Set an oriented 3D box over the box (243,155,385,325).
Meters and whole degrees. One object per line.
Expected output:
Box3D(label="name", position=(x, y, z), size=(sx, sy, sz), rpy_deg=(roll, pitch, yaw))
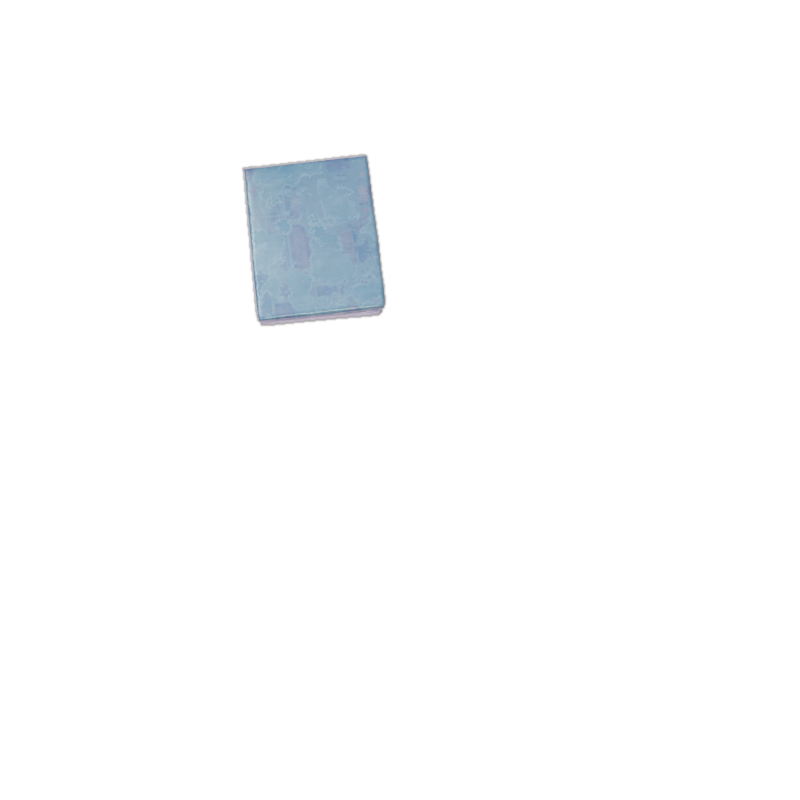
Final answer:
Box3D(label="box", position=(-0.062, -0.113, 0.792), size=(0.090, 0.117, 0.038), rpy_deg=(-7, -12, -2))
